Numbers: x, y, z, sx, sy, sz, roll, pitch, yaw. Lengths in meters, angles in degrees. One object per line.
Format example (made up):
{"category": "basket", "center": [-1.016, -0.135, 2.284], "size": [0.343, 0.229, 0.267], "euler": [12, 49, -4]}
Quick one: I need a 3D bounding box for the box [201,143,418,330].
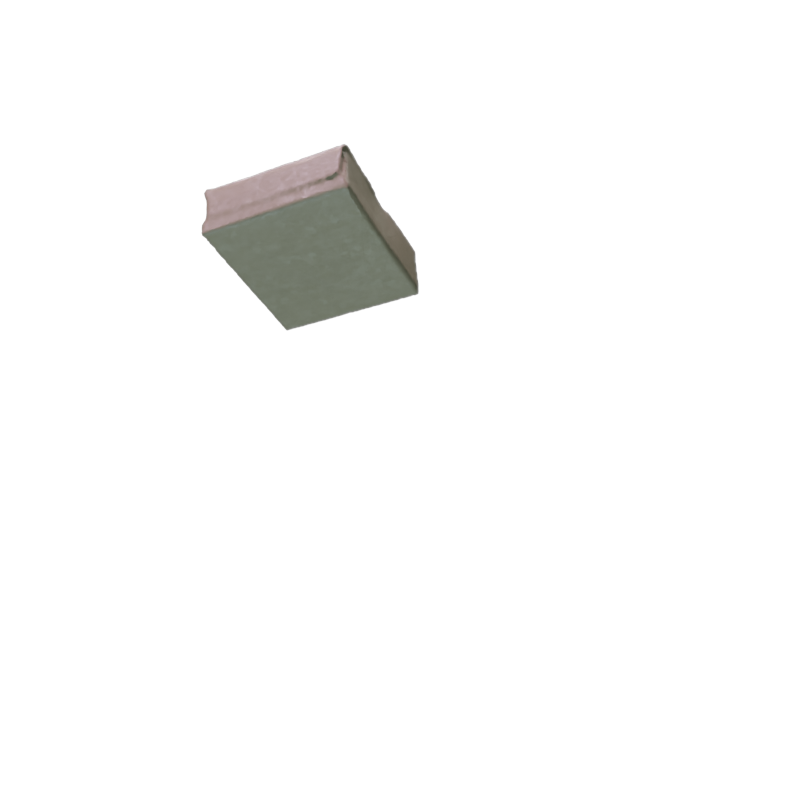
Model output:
{"category": "box", "center": [-0.041, -0.075, 0.527], "size": [0.074, 0.032, 0.082], "euler": [-15, -38, 19]}
